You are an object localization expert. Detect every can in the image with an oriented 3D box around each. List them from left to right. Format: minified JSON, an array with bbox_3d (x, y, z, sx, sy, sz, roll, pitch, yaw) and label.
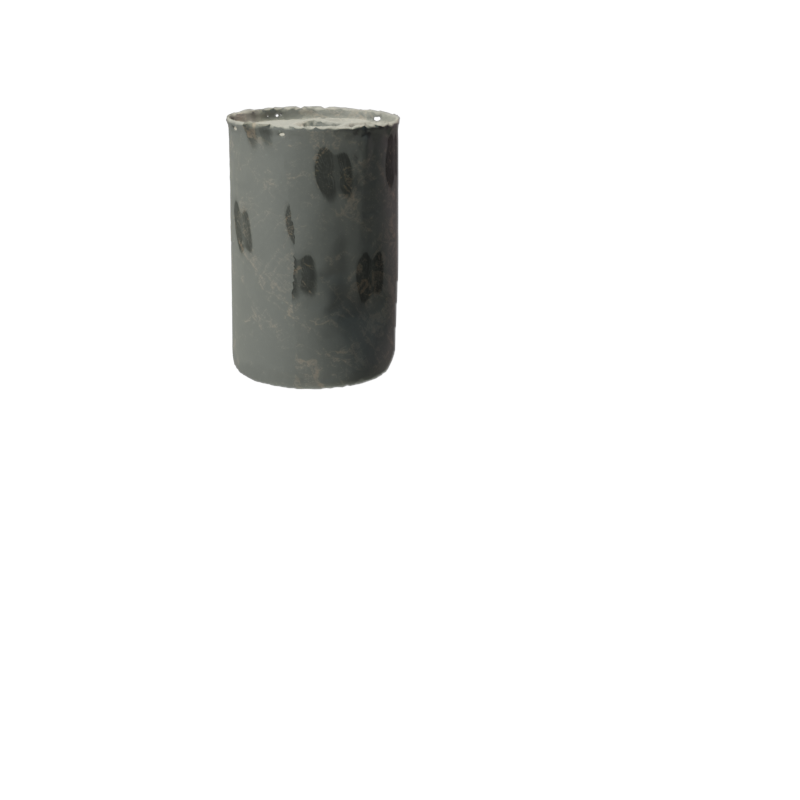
[{"bbox_3d":[-0.035,-0.064,0.445,0.068,0.099,0.071,0,16,-2],"label":"can"}]
